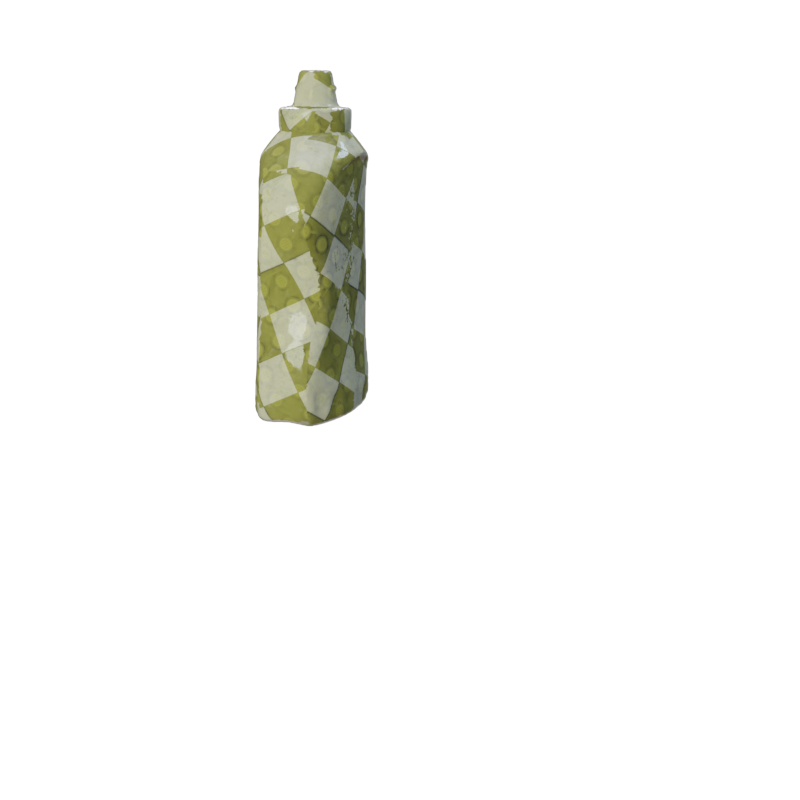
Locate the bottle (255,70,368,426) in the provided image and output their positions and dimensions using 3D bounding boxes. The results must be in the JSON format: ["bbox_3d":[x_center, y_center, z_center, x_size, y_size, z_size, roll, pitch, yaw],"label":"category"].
[{"bbox_3d":[-0.049,-0.090,0.627,0.060,0.188,0.095,3,10,19],"label":"bottle"}]
